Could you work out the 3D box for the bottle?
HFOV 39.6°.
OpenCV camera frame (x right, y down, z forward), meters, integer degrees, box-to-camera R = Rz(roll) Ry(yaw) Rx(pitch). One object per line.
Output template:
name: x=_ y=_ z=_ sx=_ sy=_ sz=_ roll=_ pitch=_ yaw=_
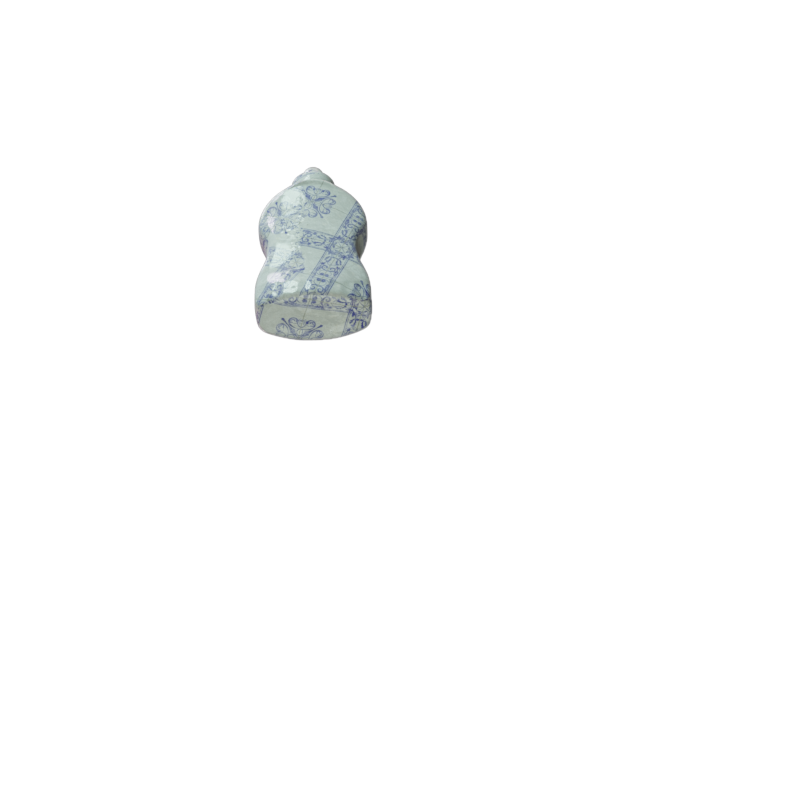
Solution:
bottle: x=-0.076 y=-0.139 z=0.969 sx=0.096 sy=0.206 sz=0.054 roll=-4 pitch=-45 yaw=1
